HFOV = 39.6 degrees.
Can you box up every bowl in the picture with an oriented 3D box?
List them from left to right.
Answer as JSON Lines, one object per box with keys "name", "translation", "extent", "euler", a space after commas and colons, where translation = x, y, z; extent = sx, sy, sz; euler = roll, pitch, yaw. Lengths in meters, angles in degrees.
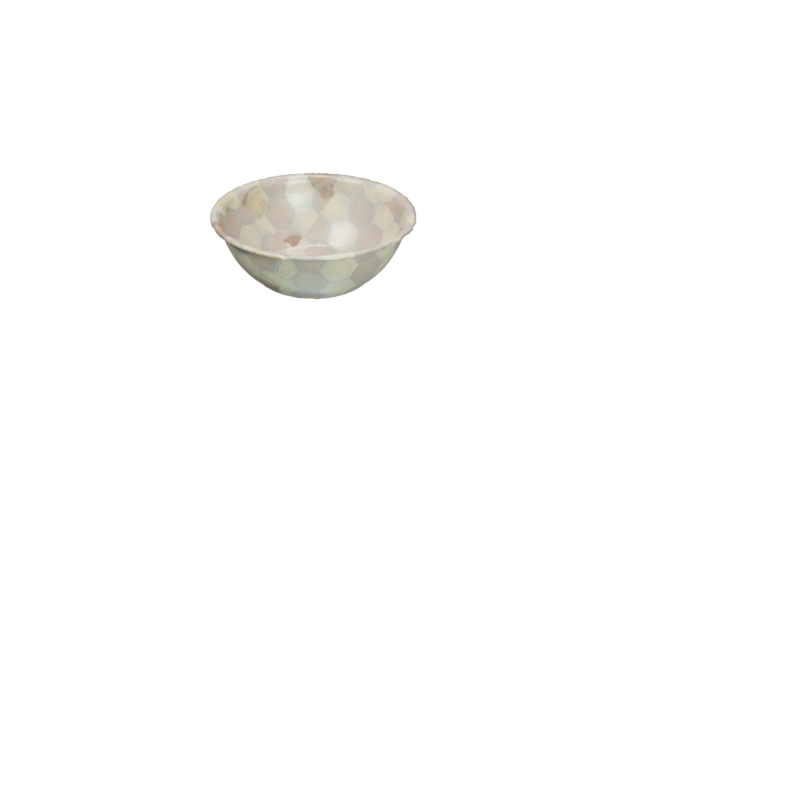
{"name": "bowl", "translation": [-0.069, -0.126, 0.879], "extent": [0.162, 0.052, 0.172], "euler": [-1, 32, -2]}
